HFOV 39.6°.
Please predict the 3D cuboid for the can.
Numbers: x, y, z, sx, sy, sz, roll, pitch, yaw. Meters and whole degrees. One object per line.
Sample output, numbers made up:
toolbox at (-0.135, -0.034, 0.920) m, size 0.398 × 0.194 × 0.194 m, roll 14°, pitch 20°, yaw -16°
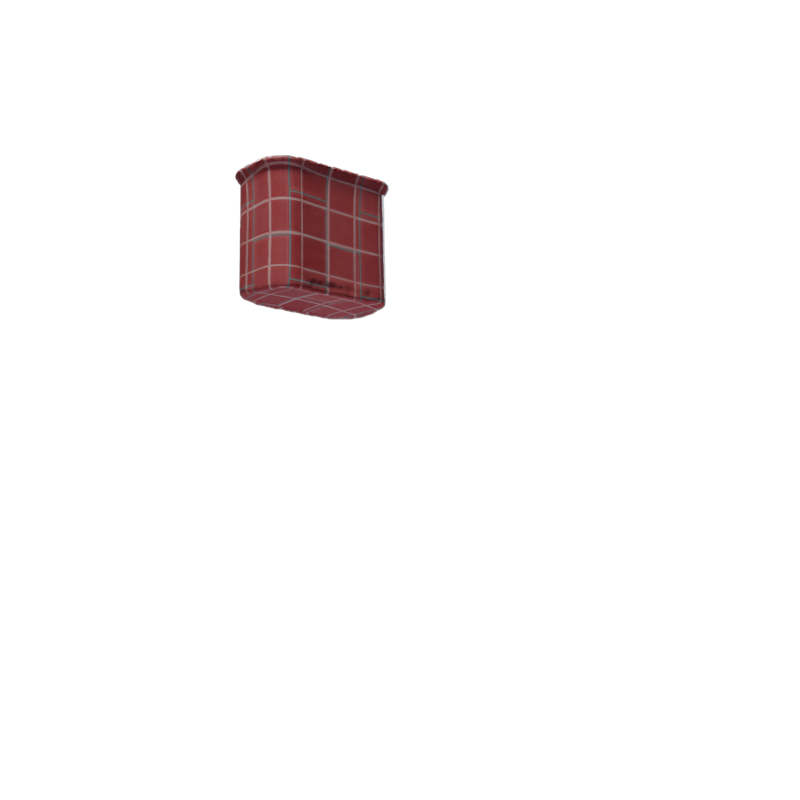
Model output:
can at (-0.056, -0.101, 0.710) m, size 0.097 × 0.087 × 0.058 m, roll 10°, pitch -18°, yaw -39°
